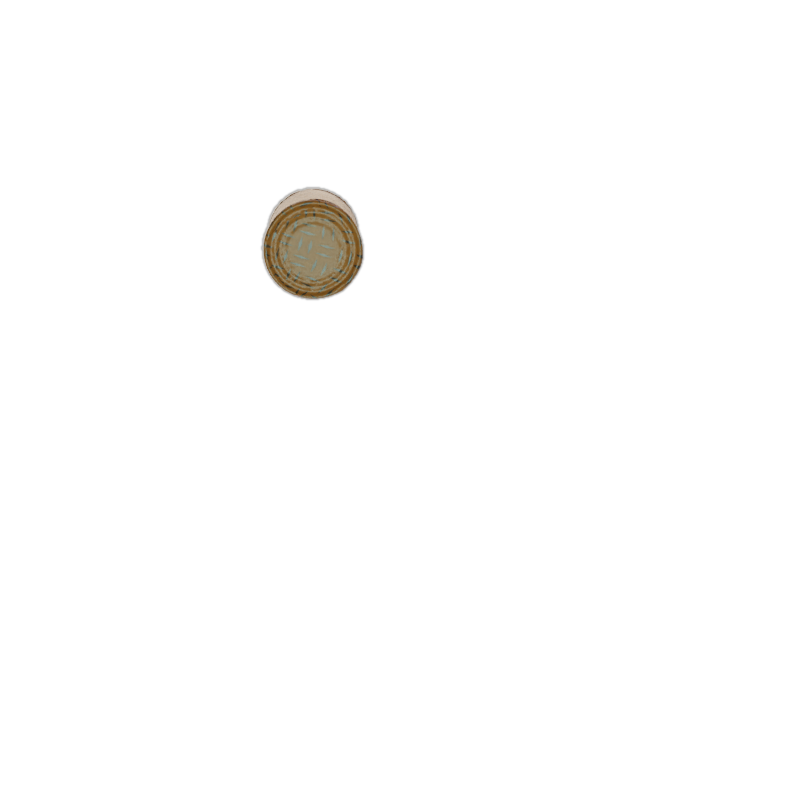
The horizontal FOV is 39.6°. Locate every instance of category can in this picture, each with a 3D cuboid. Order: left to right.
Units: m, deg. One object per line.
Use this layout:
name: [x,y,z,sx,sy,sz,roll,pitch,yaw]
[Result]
can: [-0.061,-0.110,0.773,0.068,0.067,0.105,0,12,-3]
